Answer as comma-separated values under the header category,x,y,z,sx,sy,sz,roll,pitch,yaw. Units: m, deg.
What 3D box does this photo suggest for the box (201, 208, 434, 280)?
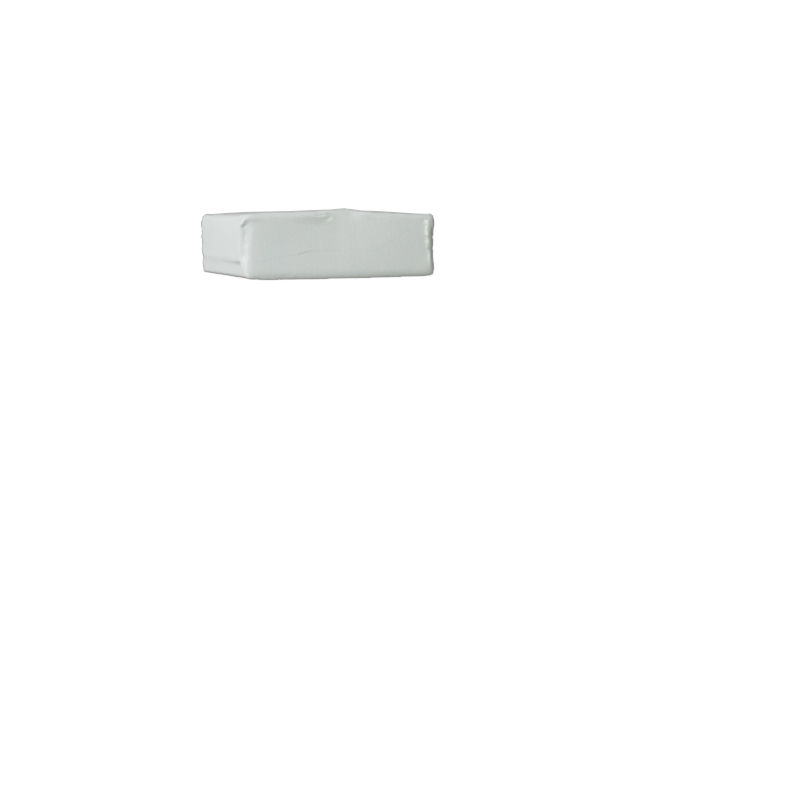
category,x,y,z,sx,sy,sz,roll,pitch,yaw
box,-0.039,-0.072,0.502,0.087,0.030,0.076,-3,9,-21
